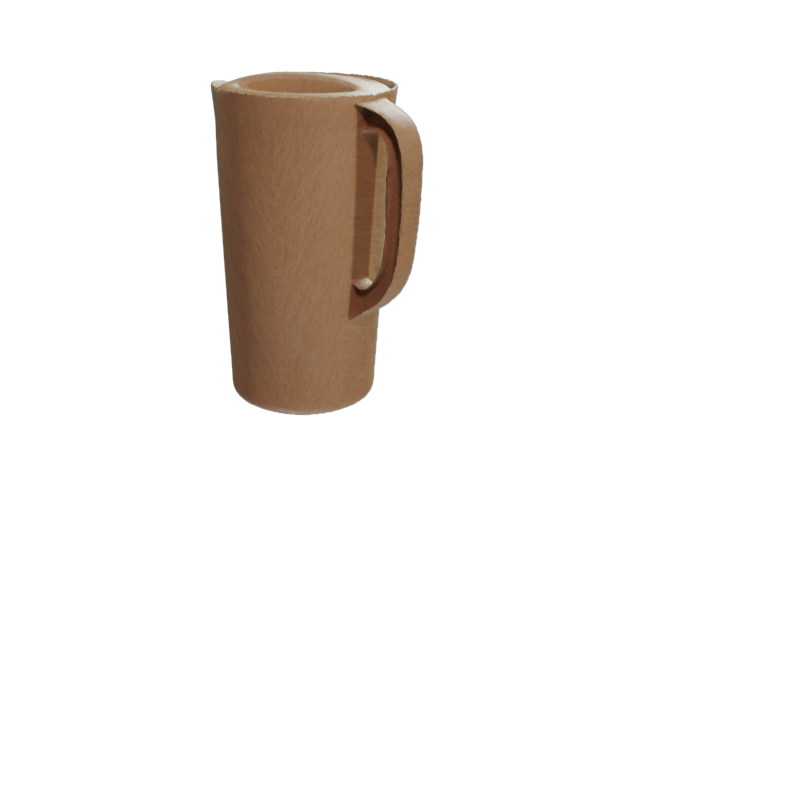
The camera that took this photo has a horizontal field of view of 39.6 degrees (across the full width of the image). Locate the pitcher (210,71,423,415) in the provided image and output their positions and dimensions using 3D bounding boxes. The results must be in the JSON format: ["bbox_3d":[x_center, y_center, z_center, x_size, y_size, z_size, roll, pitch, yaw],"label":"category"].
[{"bbox_3d":[-0.063,-0.115,0.808,0.145,0.234,0.156,0,18,-2],"label":"pitcher"}]
